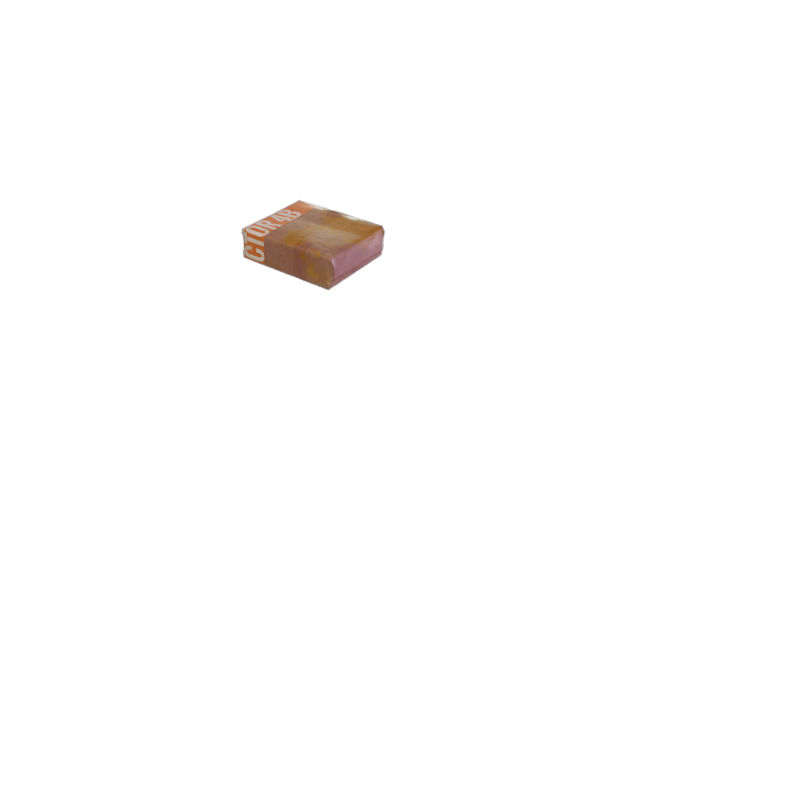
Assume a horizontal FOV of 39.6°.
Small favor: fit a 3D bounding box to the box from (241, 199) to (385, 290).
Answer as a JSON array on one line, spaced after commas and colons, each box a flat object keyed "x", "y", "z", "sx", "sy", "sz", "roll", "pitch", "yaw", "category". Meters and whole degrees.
[{"x": -0.069, "y": -0.125, "z": 0.877, "sx": 0.094, "sy": 0.028, "sz": 0.073, "roll": 21, "pitch": 37, "yaw": 30, "category": "box"}]
